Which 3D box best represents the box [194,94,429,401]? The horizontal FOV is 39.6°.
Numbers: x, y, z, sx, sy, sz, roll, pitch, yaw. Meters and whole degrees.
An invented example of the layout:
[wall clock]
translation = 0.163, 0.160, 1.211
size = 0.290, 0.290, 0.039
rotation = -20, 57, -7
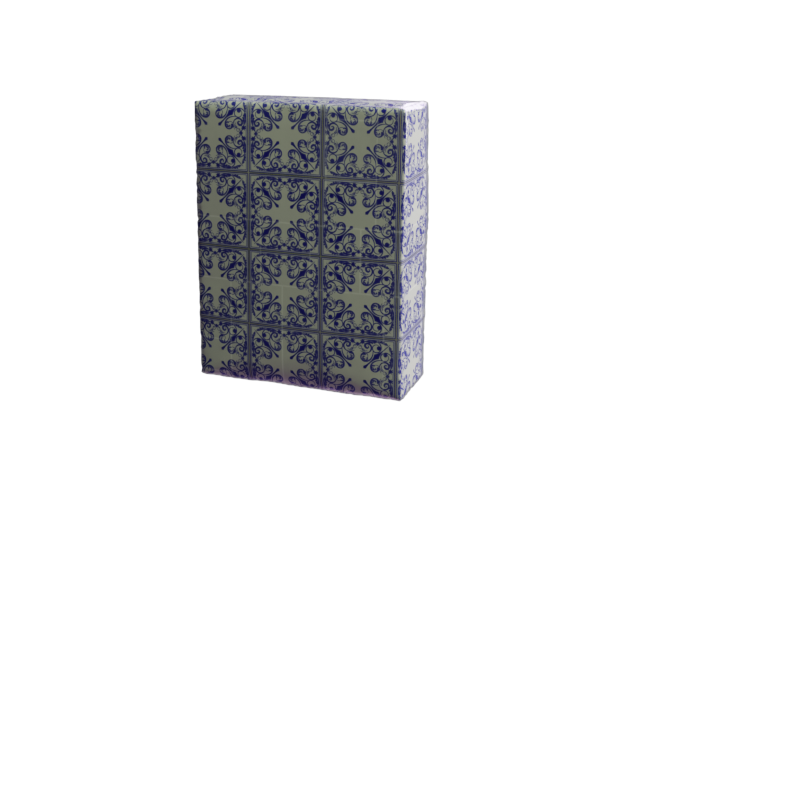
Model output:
[box]
translation = -0.065, -0.119, 0.832
size = 0.169, 0.207, 0.072
rotation = 7, 15, 20
